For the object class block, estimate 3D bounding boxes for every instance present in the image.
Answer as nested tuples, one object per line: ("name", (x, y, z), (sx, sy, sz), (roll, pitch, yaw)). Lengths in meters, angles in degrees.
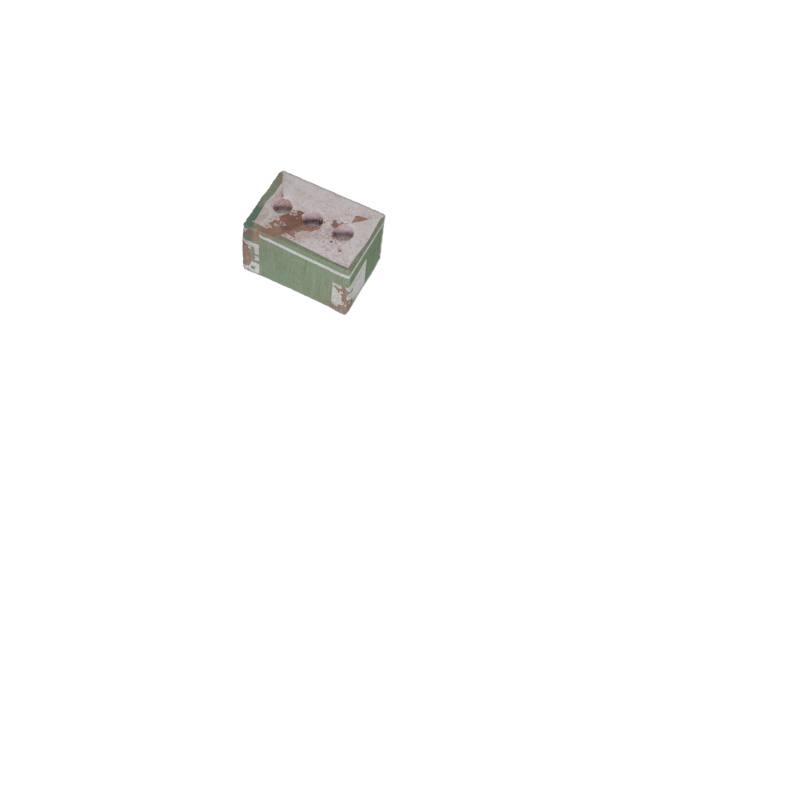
("block", (-0.056, -0.102, 0.712), (0.080, 0.054, 0.048), (24, -30, 14))
